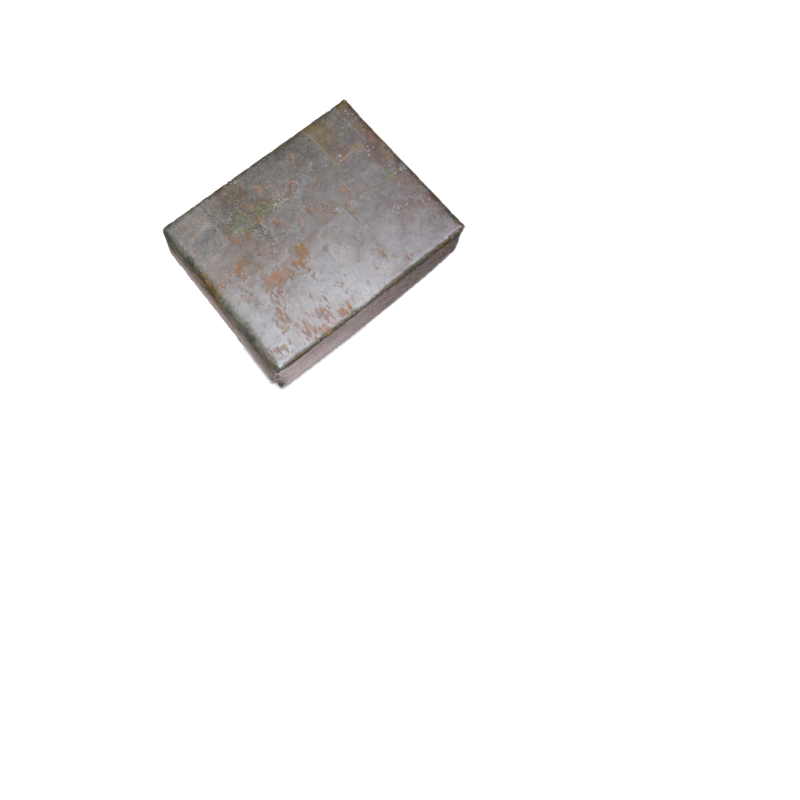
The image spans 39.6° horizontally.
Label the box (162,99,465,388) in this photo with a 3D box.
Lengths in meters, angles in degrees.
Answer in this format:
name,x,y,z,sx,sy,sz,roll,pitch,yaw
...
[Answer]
name,x,y,z,sx,sy,sz,roll,pitch,yaw
box,-0.041,-0.075,0.527,0.114,0.094,0.037,-38,-17,-14
